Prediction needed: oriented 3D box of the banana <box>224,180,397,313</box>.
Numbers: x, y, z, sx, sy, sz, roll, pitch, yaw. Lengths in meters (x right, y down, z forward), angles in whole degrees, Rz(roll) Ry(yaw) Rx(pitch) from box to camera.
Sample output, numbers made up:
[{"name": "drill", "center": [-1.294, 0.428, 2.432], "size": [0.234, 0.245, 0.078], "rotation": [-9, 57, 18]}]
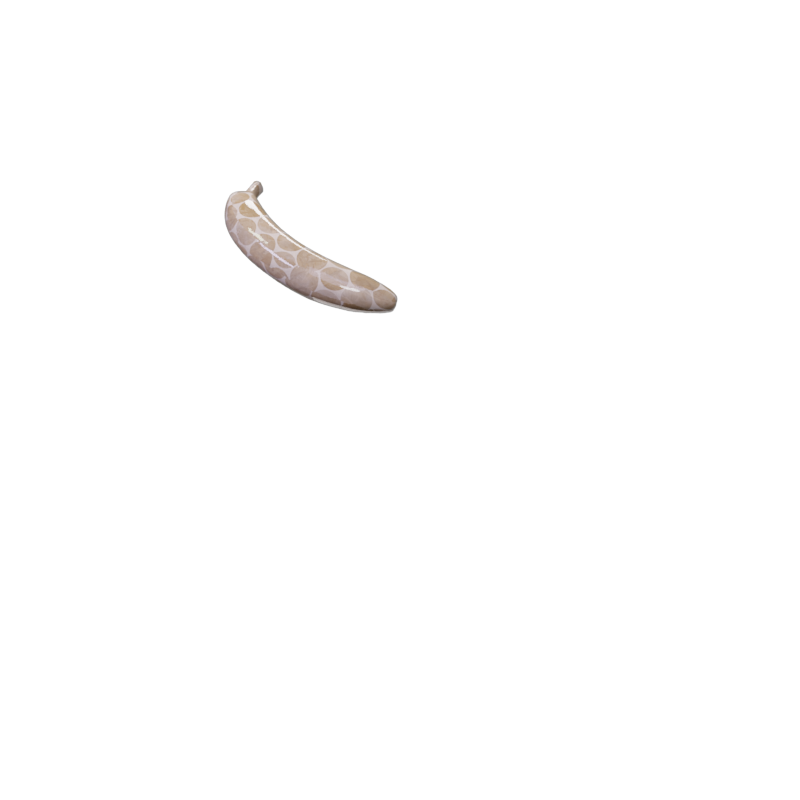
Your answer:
[{"name": "banana", "center": [-0.088, -0.124, 0.910], "size": [0.069, 0.034, 0.212], "rotation": [-29, 53, -25]}]
